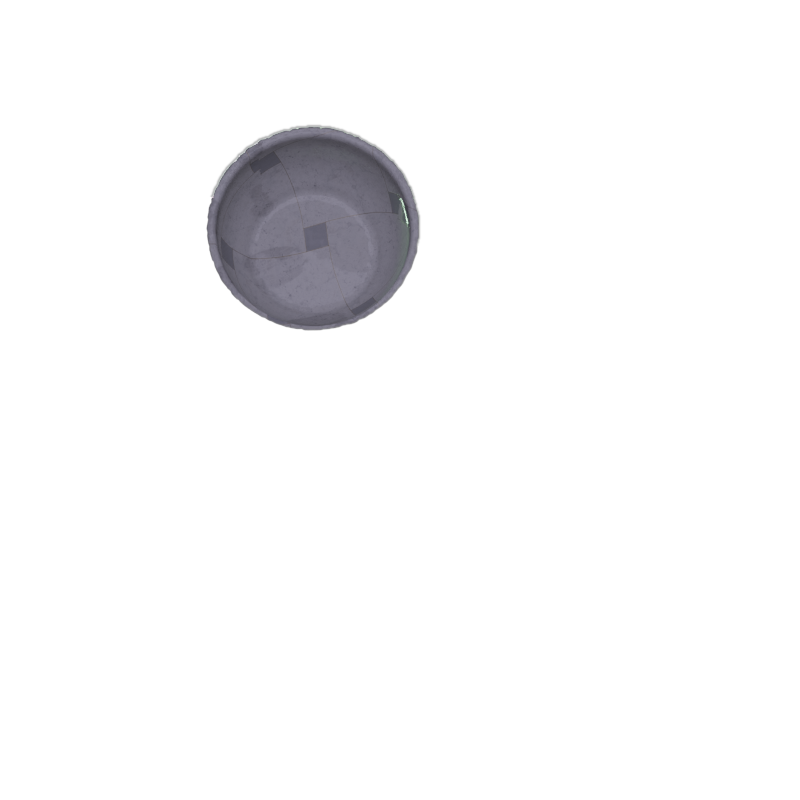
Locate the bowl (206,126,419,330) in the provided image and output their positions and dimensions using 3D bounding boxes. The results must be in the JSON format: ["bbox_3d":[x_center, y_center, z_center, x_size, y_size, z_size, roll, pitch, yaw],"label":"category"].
[{"bbox_3d":[-0.064,-0.117,0.817,0.162,0.155,0.058,1,20,-1],"label":"bowl"}]
